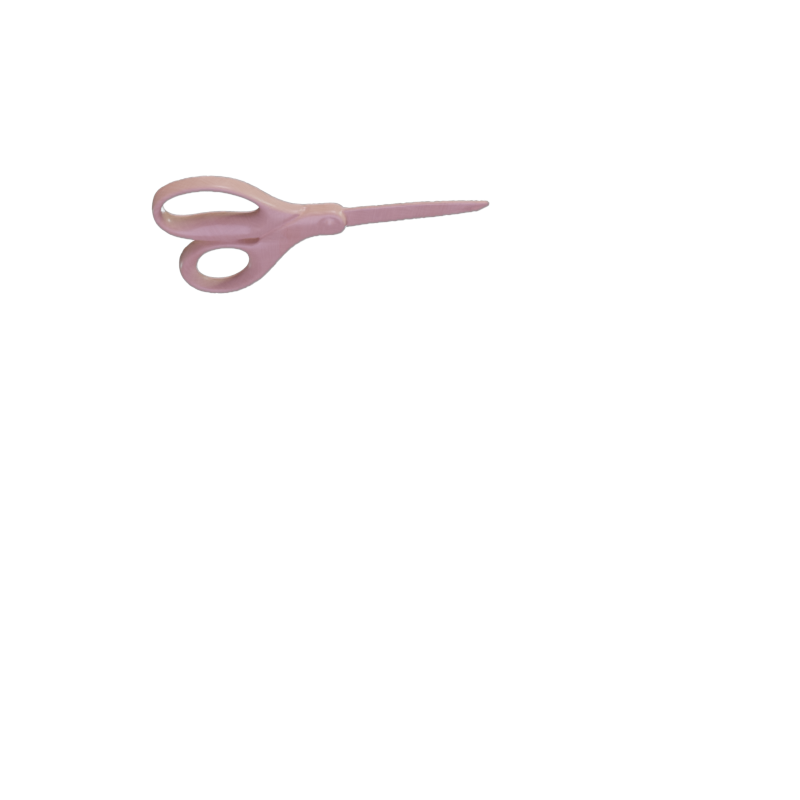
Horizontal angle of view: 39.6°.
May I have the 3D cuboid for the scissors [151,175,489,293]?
[{"bbox_3d":[-0.054,-0.098,0.690,0.200,0.017,0.090,6,-45,-6],"label":"scissors"}]
